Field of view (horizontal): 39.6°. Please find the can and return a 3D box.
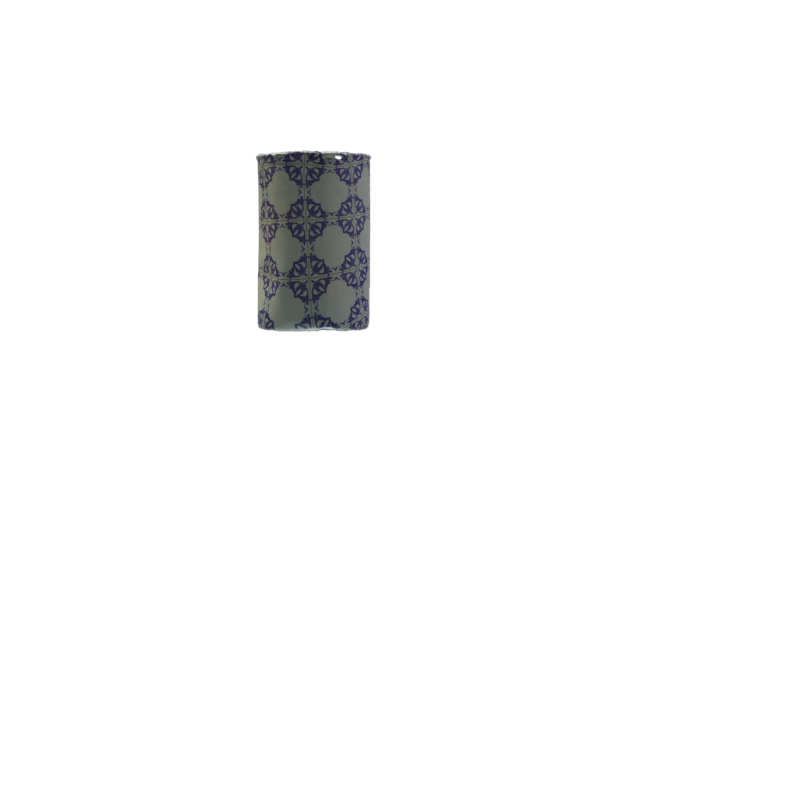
[{"bbox_3d":[-0.051,-0.093,0.653,0.068,0.102,0.069,0,2,-2],"label":"can"}]
